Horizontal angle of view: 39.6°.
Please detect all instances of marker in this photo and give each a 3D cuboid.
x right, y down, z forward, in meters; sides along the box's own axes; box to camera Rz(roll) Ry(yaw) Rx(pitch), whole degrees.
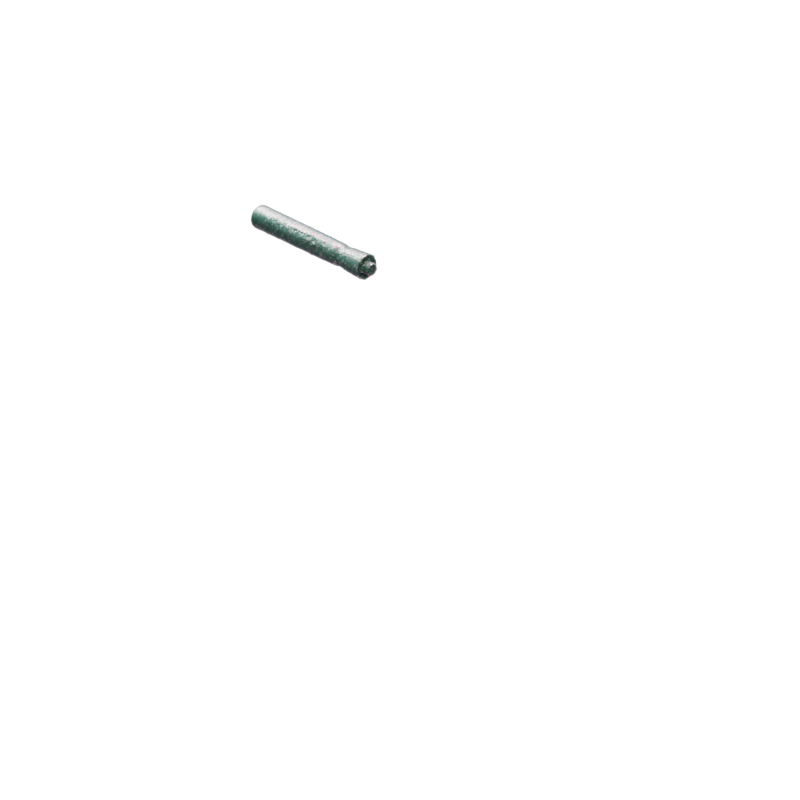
[{"bbox_3d":[-0.063,-0.114,0.800,0.019,0.019,0.129,-4,26,-46],"label":"marker"}]
